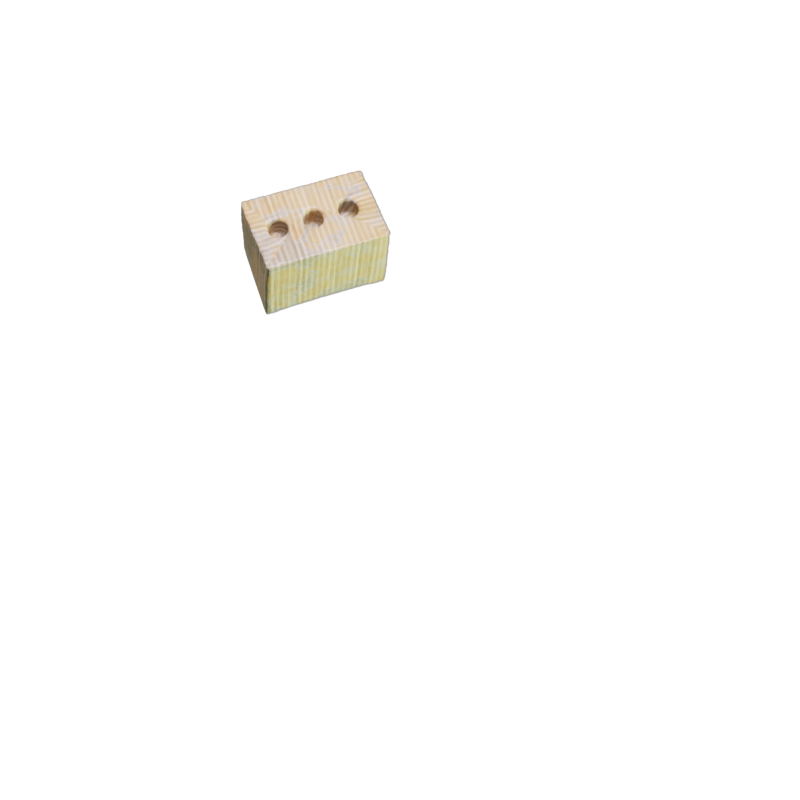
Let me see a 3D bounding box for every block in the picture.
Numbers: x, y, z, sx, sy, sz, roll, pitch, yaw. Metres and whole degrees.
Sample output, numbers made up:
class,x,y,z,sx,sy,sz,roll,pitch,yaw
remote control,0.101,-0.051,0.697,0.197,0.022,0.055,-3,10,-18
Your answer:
class,x,y,z,sx,sy,sz,roll,pitch,yaw
block,-0.052,-0.095,0.667,0.077,0.056,0.048,-18,-28,-11
